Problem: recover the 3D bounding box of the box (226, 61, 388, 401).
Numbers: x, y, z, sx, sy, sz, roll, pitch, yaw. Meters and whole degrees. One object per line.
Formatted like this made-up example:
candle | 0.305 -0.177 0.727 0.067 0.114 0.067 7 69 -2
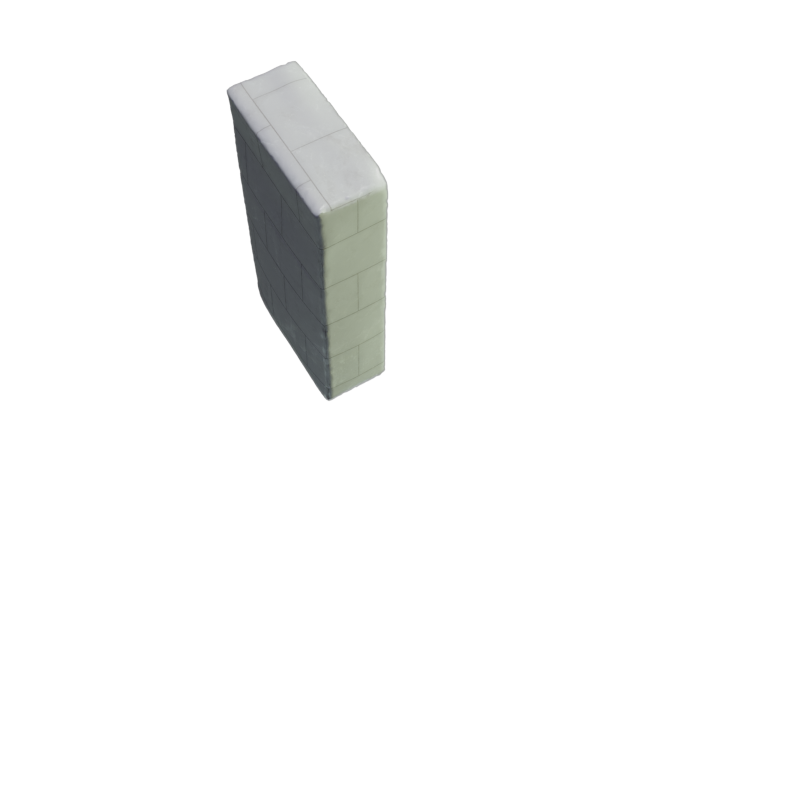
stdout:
box | -0.045 -0.084 0.585 0.048 0.100 0.165 -25 -27 -17
